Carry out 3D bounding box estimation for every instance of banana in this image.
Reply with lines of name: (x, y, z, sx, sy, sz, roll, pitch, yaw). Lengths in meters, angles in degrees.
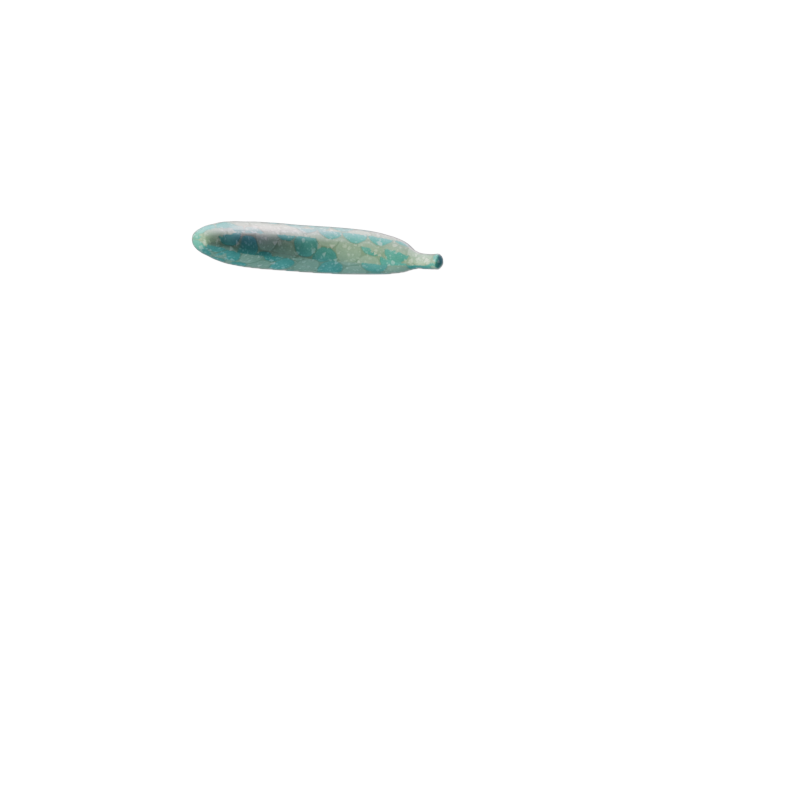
banana: (-0.069, -0.119, 0.860, 0.193, 0.037, 0.070, 1, -4, -19)
